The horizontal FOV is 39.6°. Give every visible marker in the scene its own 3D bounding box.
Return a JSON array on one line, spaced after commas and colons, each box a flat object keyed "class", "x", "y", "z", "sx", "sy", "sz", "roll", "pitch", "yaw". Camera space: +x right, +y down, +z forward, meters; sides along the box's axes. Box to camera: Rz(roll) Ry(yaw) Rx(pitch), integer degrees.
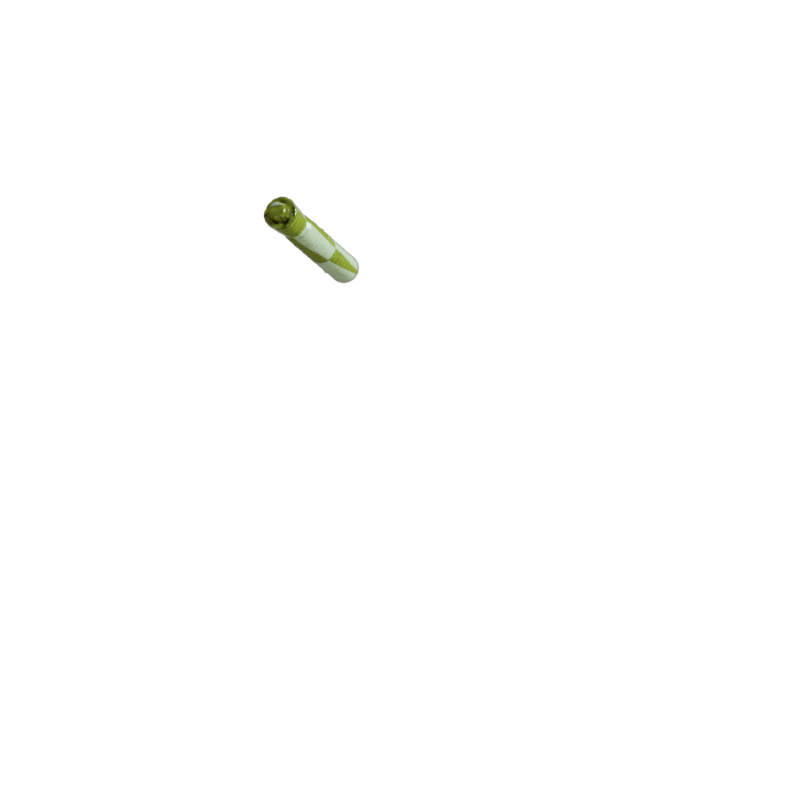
[{"class": "marker", "x": -0.051, "y": -0.092, "z": 0.647, "sx": 0.020, "sy": 0.020, "sz": 0.115, "roll": 2, "pitch": -9, "yaw": 17}]
